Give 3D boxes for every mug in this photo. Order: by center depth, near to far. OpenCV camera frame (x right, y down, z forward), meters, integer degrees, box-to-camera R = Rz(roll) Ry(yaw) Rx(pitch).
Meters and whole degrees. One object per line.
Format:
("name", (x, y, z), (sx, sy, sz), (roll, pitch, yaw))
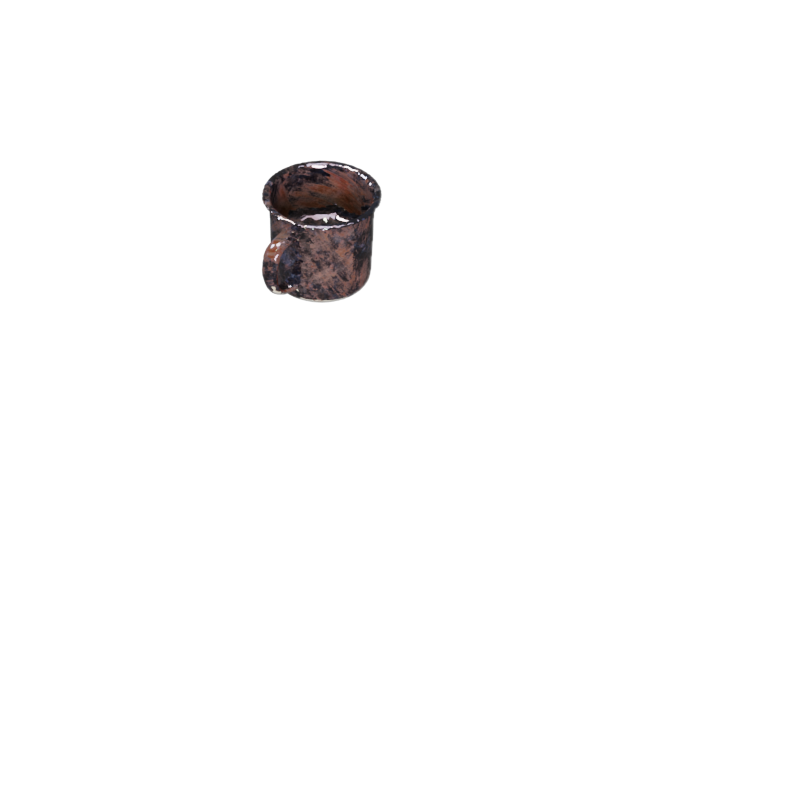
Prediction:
("mug", (-0.069, -0.125, 0.877), (0.098, 0.076, 0.120), (22, 46, 22))
